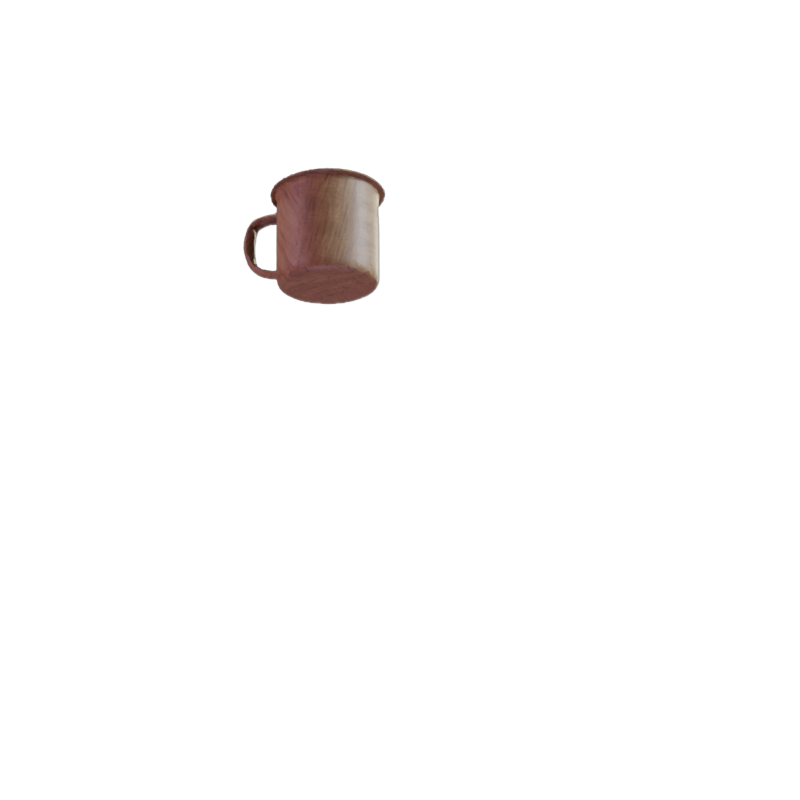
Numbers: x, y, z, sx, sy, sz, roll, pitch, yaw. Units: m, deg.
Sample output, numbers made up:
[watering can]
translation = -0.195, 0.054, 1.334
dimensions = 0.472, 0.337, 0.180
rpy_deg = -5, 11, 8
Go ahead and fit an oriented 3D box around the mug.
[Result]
[mug]
translation = -0.069, -0.126, 0.885
dimensions = 0.119, 0.086, 0.087
rpy_deg = -5, -21, 12
